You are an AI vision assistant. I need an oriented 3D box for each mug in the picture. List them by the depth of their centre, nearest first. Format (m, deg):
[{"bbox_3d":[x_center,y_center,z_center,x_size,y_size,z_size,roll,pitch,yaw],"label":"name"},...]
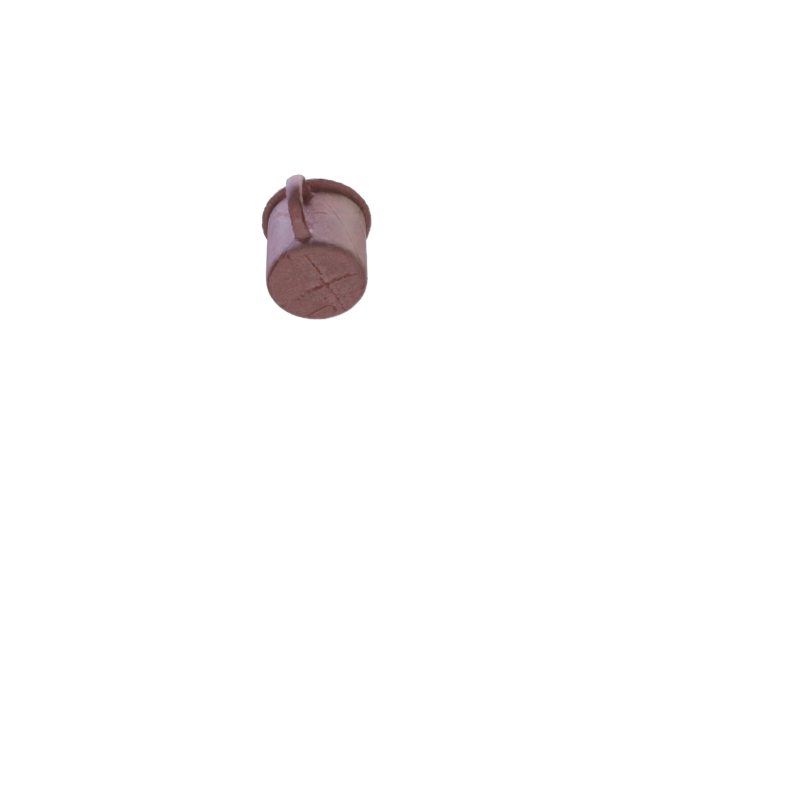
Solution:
[{"bbox_3d":[-0.070,-0.128,0.900,0.094,0.108,0.087,-9,44,7],"label":"mug"}]
